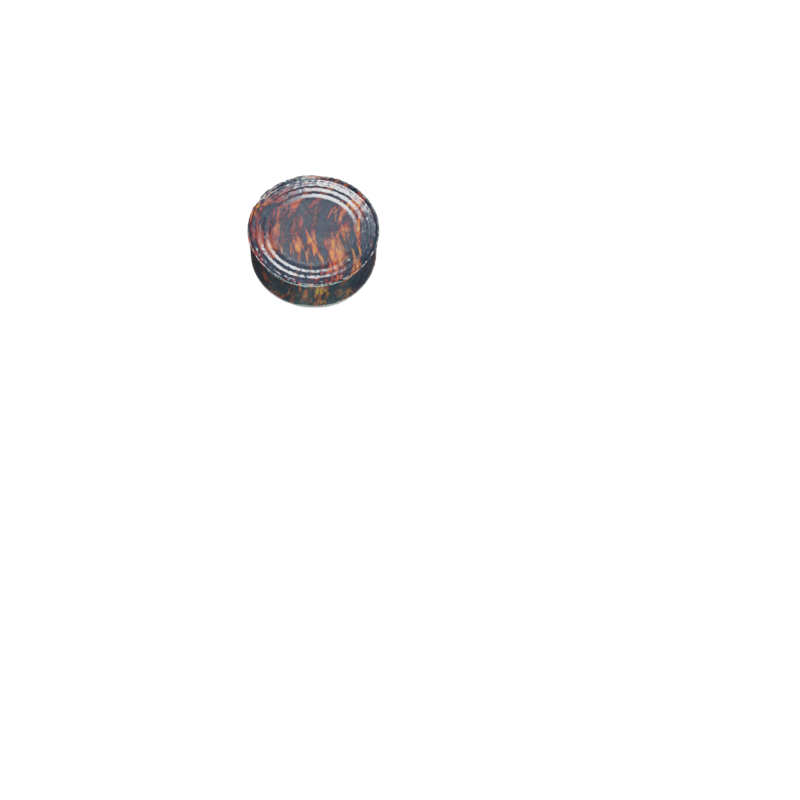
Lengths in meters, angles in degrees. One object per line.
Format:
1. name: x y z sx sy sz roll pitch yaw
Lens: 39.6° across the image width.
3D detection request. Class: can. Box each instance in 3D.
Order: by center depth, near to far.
1. can: -0.057 -0.105 0.732 0.086 0.091 0.031 -1 -30 -1
